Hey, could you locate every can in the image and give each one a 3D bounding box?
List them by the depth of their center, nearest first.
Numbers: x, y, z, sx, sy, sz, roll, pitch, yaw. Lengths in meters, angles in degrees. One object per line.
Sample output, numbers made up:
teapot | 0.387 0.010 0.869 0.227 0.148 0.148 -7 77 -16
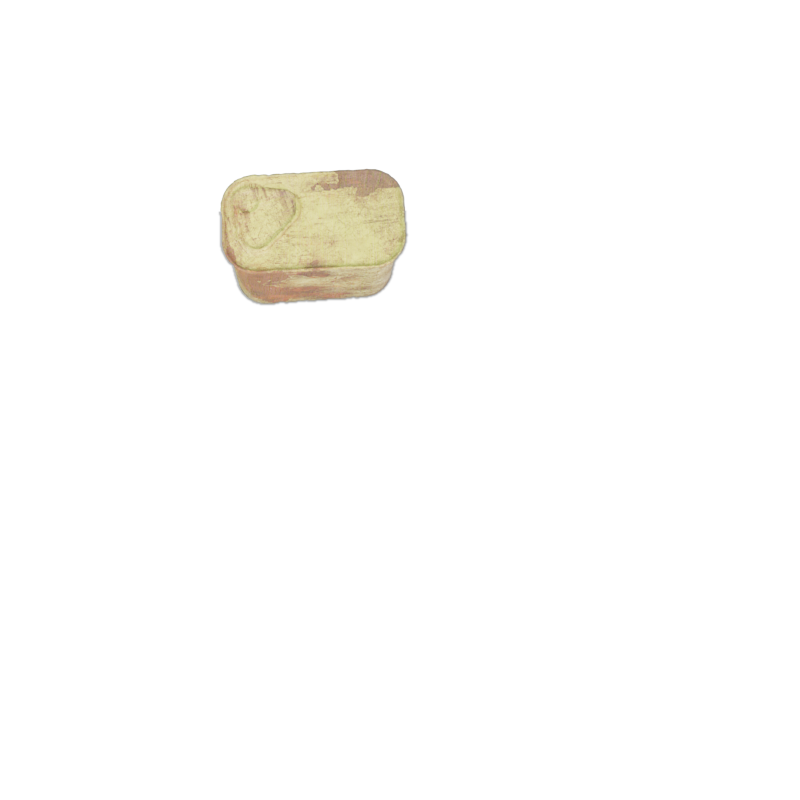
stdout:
can | -0.051 -0.092 0.648 0.102 0.060 0.081 -3 -11 -3
